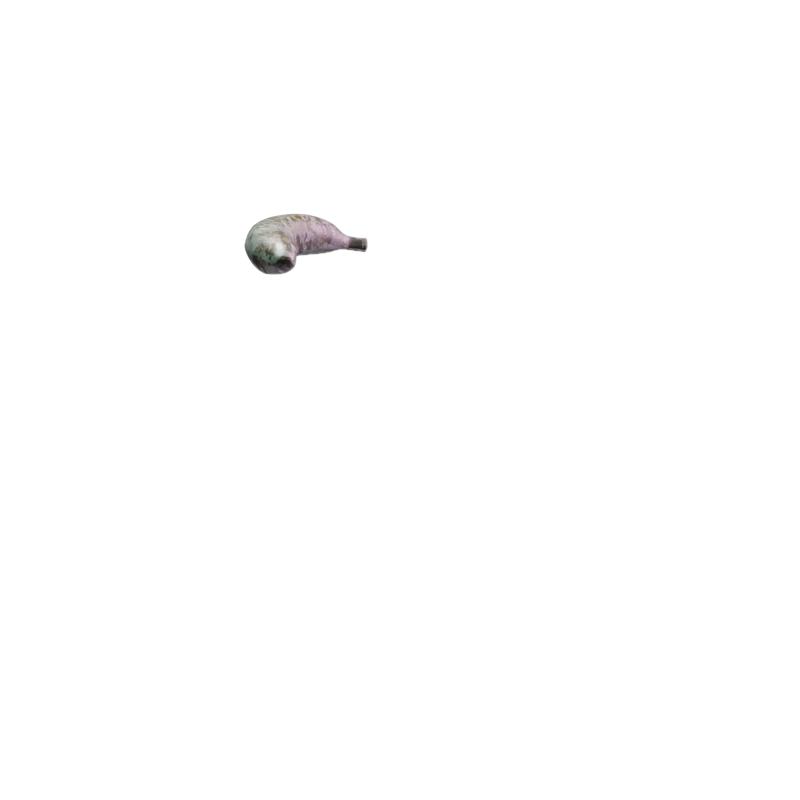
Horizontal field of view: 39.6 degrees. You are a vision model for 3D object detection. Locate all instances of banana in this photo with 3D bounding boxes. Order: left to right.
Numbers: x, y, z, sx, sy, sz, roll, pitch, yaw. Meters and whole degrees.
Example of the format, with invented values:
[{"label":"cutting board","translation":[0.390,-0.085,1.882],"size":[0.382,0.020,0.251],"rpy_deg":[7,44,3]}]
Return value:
[{"label":"banana","translation":[-0.085,-0.127,0.879],"size":[0.071,0.036,0.198],"rpy_deg":[4,14,15]}]
